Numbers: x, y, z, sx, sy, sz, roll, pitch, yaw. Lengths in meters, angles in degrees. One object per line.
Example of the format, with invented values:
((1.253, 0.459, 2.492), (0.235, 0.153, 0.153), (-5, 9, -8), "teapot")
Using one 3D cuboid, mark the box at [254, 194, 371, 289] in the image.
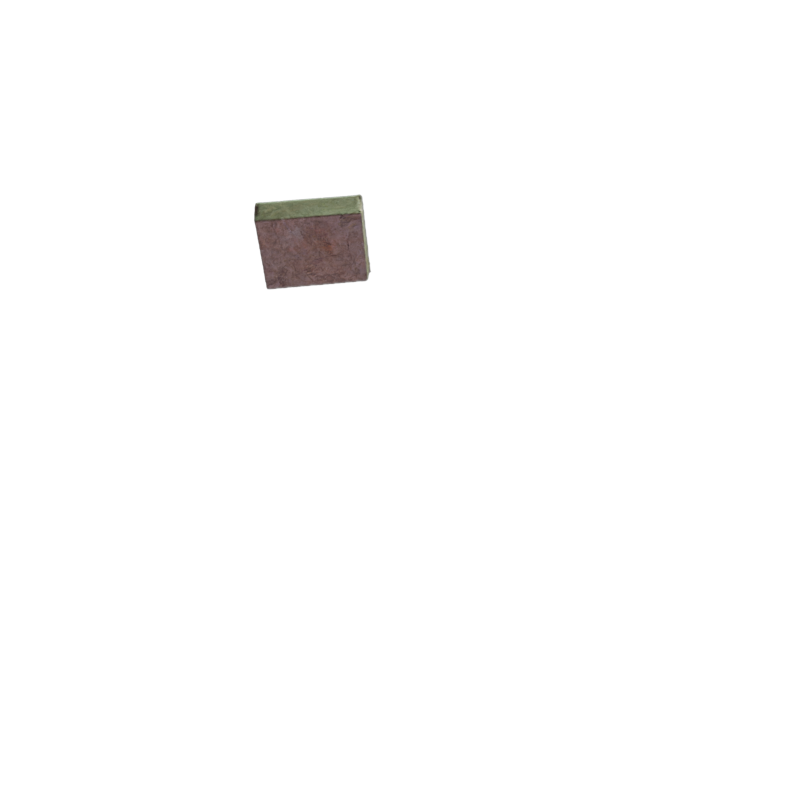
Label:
((-0.072, -0.131, 0.916), (0.090, 0.068, 0.032), (-4, 42, 3), "box")
